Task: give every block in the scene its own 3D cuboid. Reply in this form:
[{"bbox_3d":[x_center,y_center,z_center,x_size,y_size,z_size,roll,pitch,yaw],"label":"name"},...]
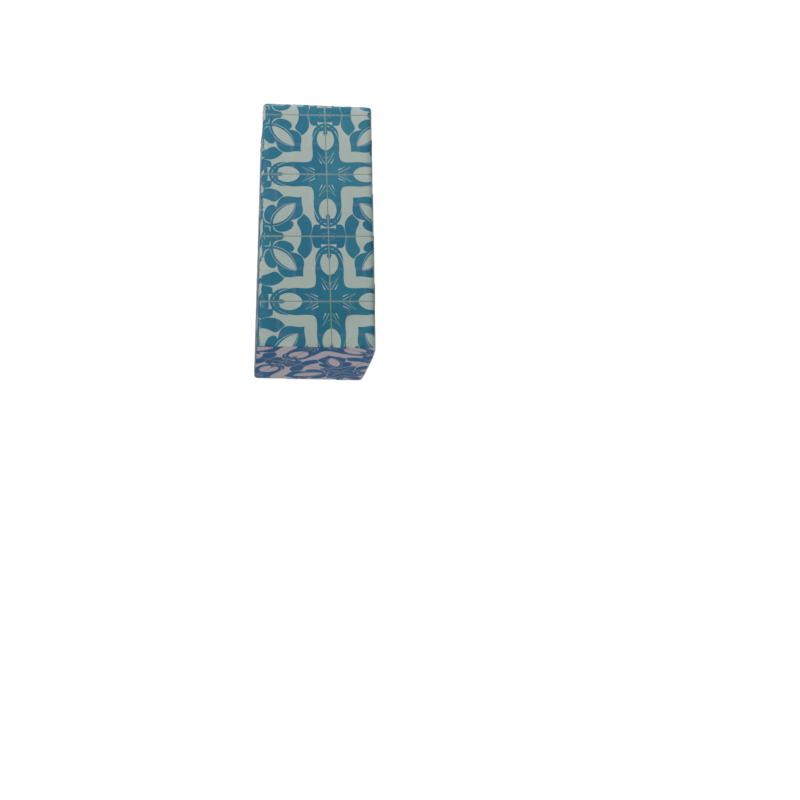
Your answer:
[{"bbox_3d":[-0.070,-0.128,0.901,0.090,0.217,0.086,1,-21,-7],"label":"block"}]
